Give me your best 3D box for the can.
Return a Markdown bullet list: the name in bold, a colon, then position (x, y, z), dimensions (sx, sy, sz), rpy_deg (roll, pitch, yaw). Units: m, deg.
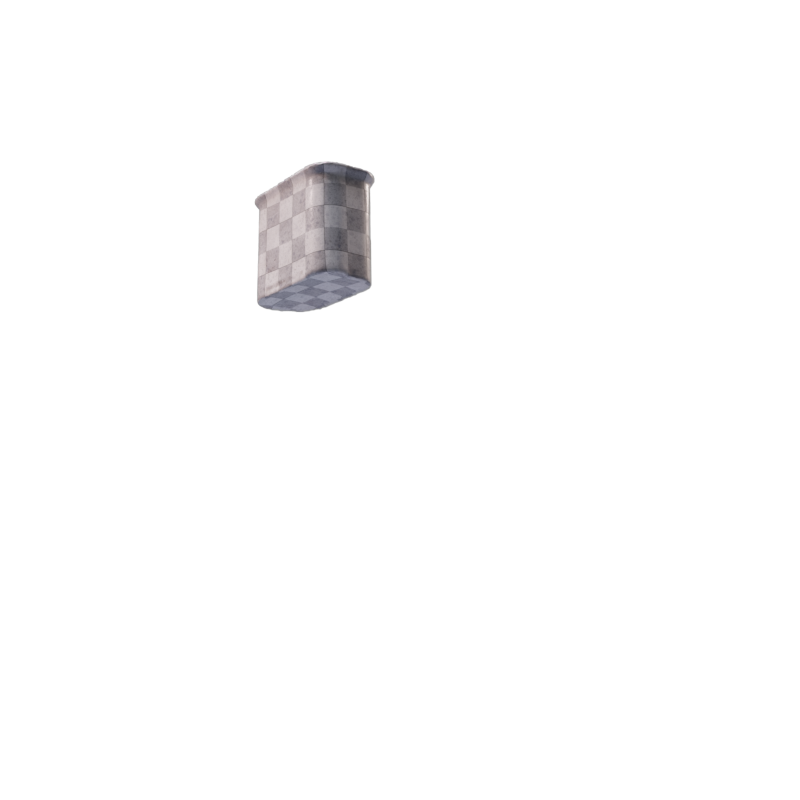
- **can**: position (-0.064, -0.116, 0.814), dimensions (0.055, 0.087, 0.103), rpy_deg (12, -20, -36)
